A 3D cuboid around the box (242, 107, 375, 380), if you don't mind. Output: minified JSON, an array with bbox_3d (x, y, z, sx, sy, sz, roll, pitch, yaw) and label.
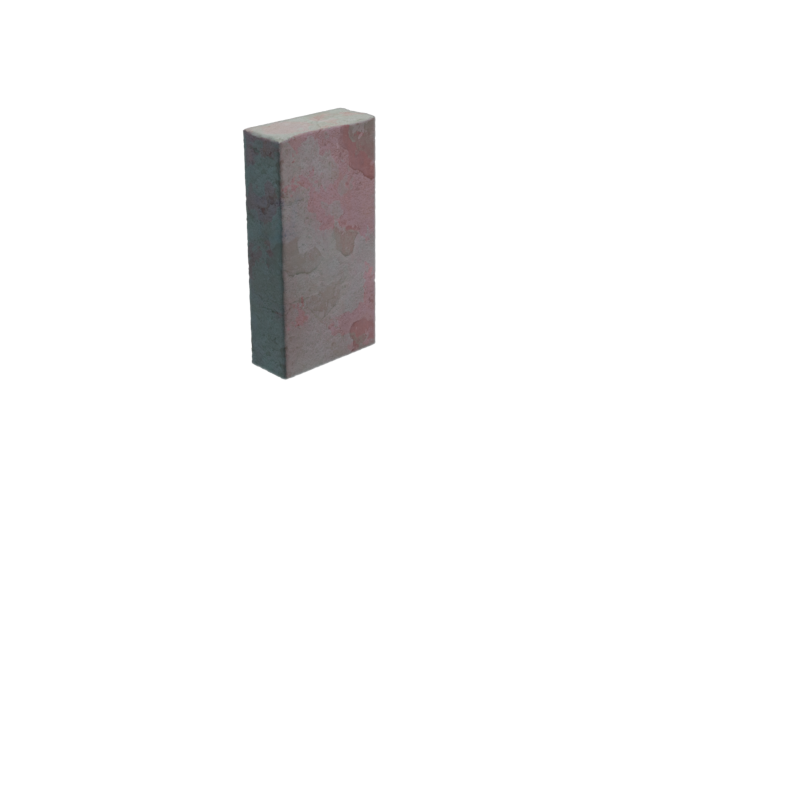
[{"bbox_3d":[-0.062,-0.113,0.789,0.092,0.167,0.051,-21,32,-40],"label":"box"}]
